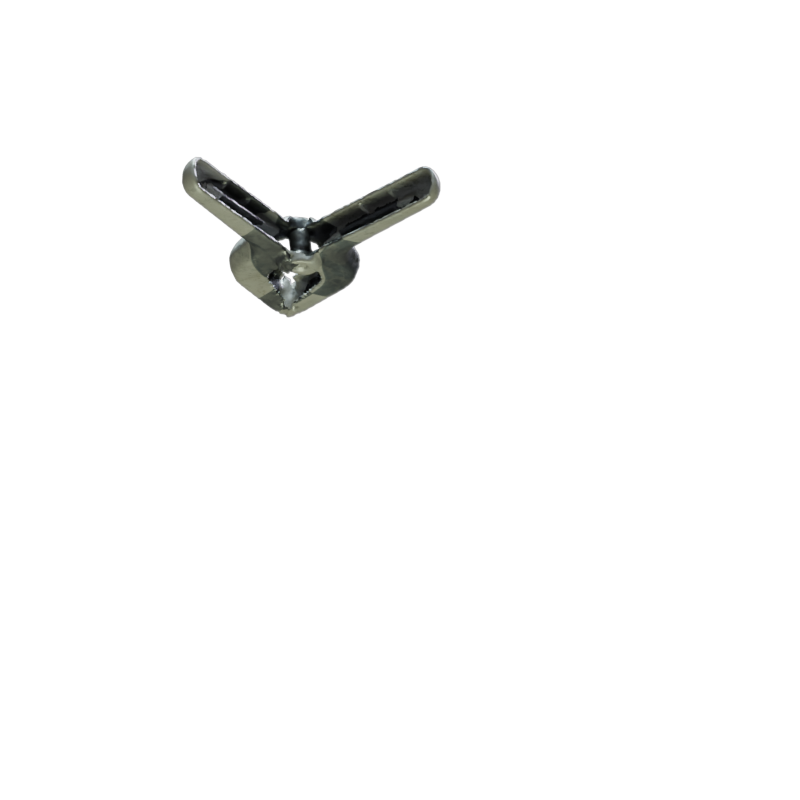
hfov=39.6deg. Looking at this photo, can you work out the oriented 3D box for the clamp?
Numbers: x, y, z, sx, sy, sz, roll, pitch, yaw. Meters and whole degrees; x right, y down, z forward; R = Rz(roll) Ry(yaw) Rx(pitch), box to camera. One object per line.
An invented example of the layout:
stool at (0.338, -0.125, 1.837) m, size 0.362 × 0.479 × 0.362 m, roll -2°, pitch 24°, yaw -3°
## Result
clamp at (-0.061, -0.112, 0.781) m, size 0.164 × 0.038 × 0.200 m, roll 1°, pitch -20°, yaw -2°
